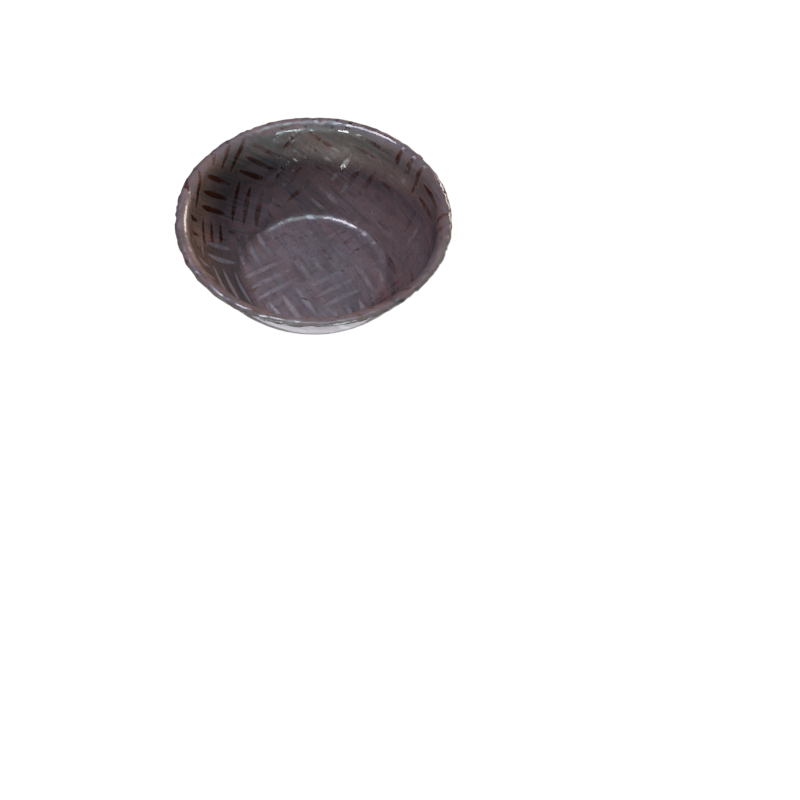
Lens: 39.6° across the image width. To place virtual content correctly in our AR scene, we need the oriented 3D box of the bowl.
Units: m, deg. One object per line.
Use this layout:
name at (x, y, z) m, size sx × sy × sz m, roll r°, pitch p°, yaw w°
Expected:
bowl at (-0.052, -0.095, 0.664) m, size 0.162 × 0.174 × 0.051 m, roll -1°, pitch -37°, yaw -1°
